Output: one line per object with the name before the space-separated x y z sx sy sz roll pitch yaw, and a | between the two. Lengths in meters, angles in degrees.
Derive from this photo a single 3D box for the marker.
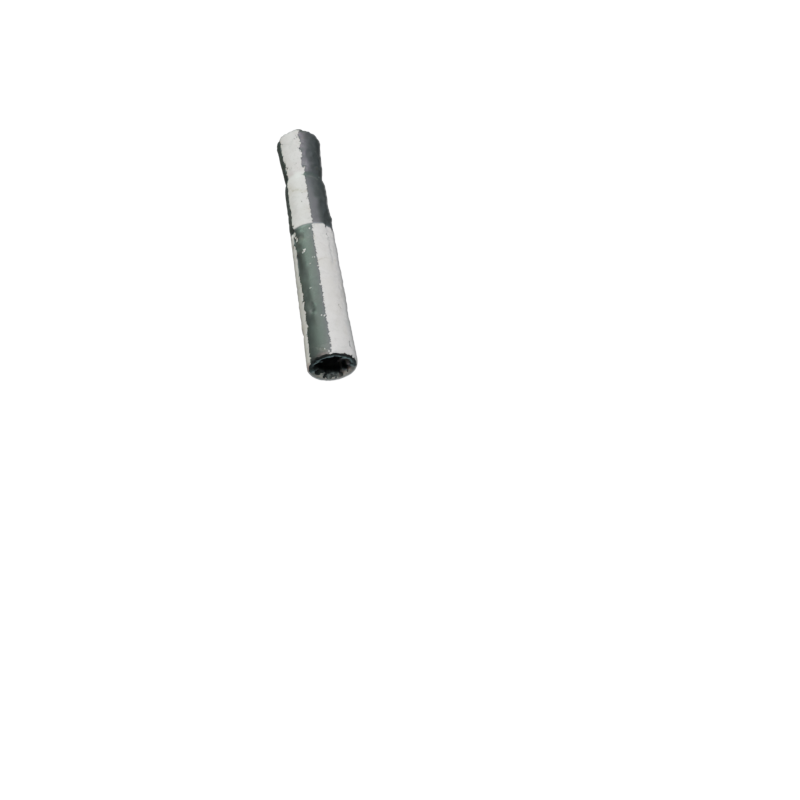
marker | -0.035 -0.063 0.442 0.020 0.130 0.018 -6 -37 -7
